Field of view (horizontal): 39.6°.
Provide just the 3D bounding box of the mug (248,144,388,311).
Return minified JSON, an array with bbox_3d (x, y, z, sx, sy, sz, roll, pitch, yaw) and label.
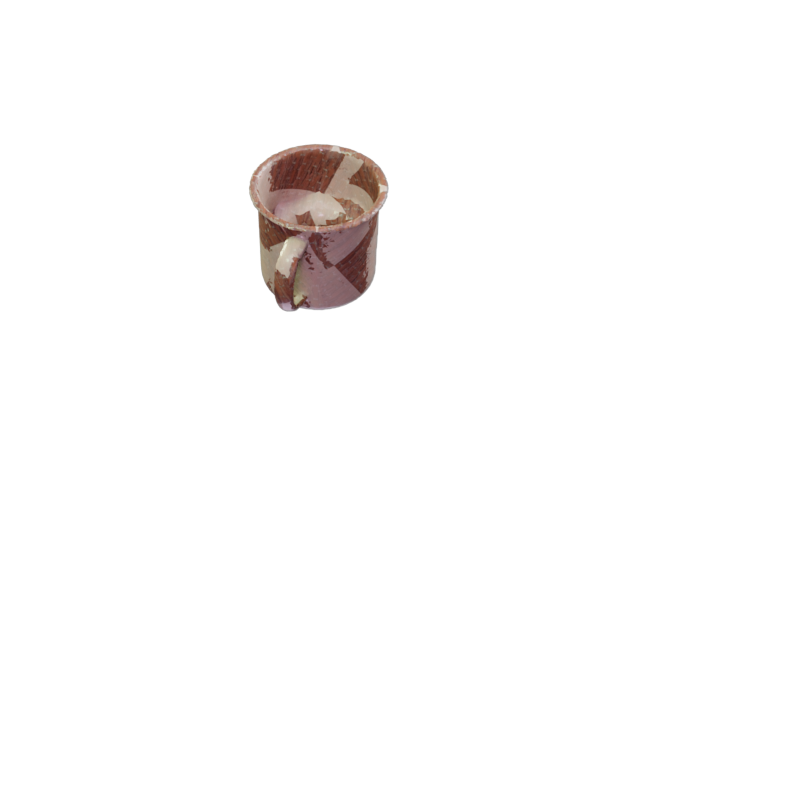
[{"bbox_3d":[-0.059,-0.108,0.756,0.095,0.076,0.123,11,46,9],"label":"mug"}]
